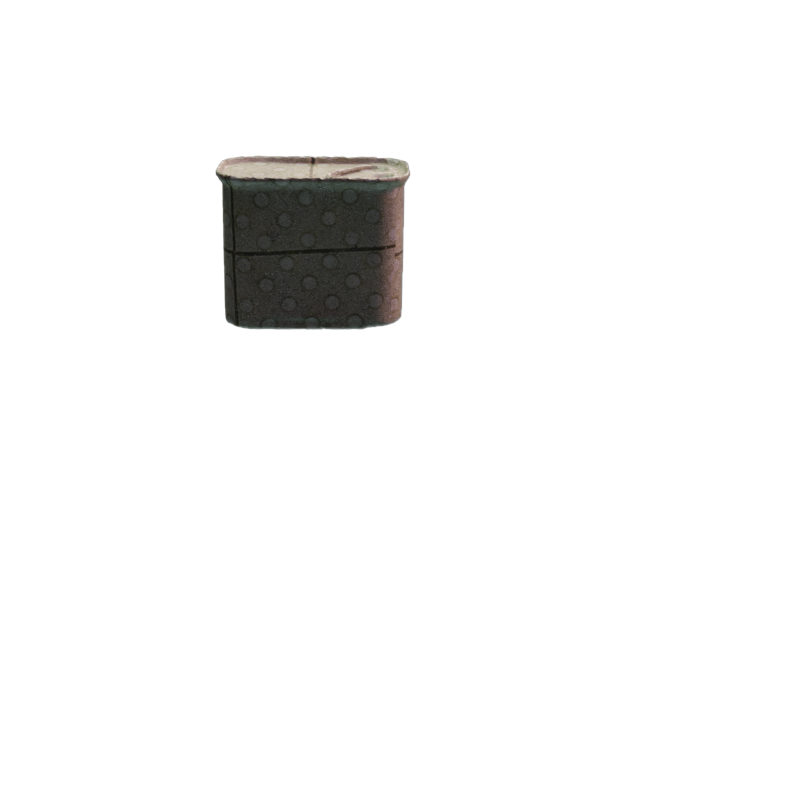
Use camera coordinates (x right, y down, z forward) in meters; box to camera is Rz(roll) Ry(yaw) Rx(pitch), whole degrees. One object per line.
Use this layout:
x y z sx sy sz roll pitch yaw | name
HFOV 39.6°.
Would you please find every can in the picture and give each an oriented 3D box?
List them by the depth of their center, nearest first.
-0.047 -0.085 0.598 0.102 0.081 0.060 1 18 0 | can
